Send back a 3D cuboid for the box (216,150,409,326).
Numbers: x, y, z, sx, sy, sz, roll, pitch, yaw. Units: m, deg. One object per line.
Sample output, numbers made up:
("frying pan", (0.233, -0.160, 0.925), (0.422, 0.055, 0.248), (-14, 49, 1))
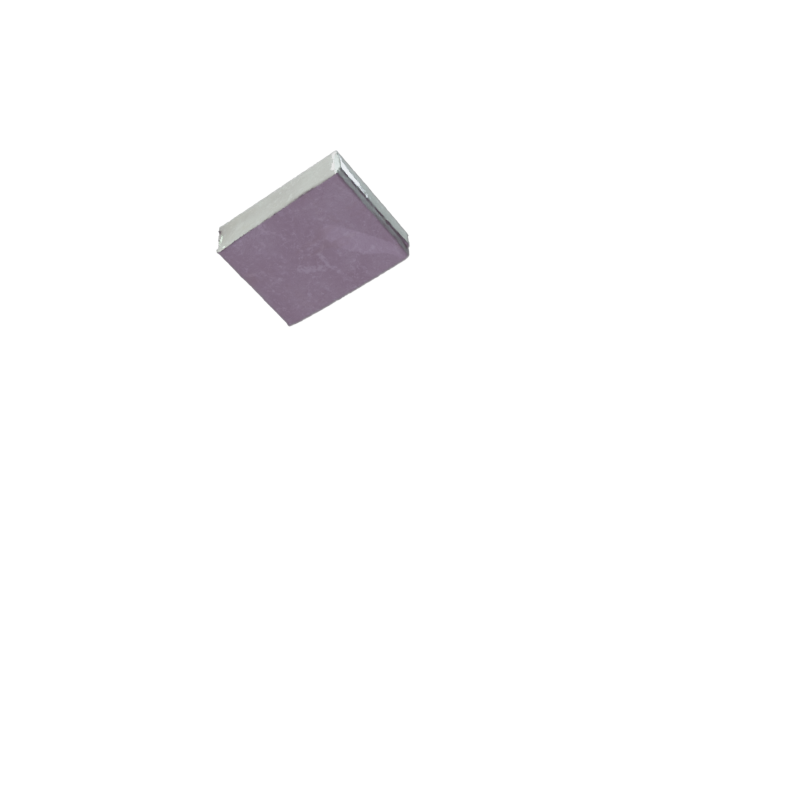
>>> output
("box", (-0.063, -0.116, 0.810), (0.113, 0.084, 0.041), (-31, 30, 19))
